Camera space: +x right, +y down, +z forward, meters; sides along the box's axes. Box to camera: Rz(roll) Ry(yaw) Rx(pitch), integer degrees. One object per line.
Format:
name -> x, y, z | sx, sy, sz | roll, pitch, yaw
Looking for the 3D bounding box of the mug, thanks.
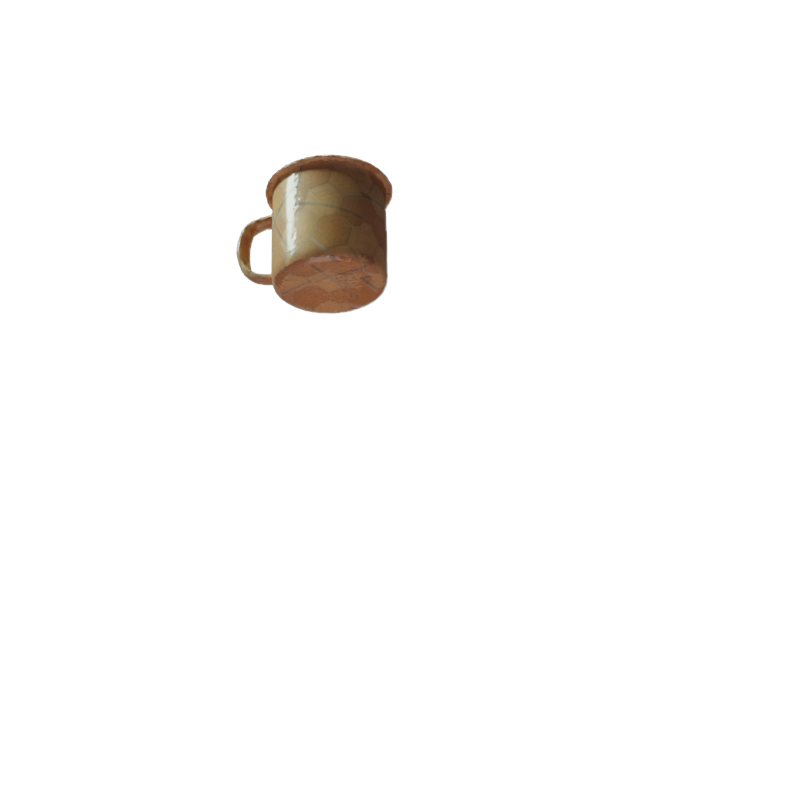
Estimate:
mug -> -0.062, -0.113, 0.792 | 0.119, 0.087, 0.086 | -8, -29, 13
